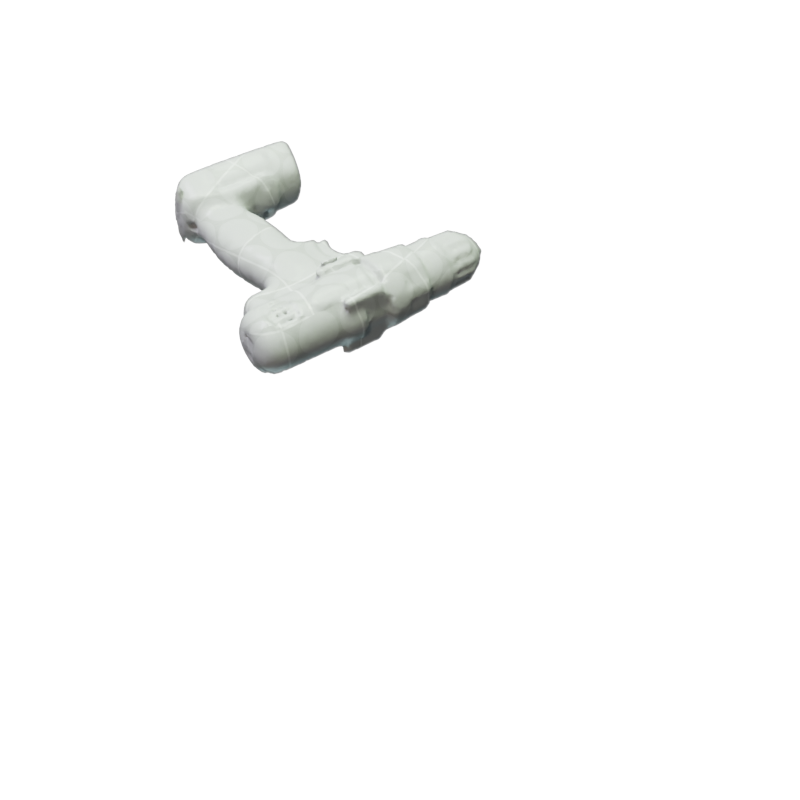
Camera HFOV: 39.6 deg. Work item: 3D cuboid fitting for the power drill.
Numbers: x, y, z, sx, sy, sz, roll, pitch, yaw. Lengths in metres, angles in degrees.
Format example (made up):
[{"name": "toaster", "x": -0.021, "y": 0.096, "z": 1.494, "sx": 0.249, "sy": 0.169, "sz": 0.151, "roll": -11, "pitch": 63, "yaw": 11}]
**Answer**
[{"name": "power drill", "x": -0.062, "y": -0.113, "z": 0.793, "sx": 0.183, "sy": 0.053, "sz": 0.202, "roll": -24, "pitch": 48, "yaw": -25}]
